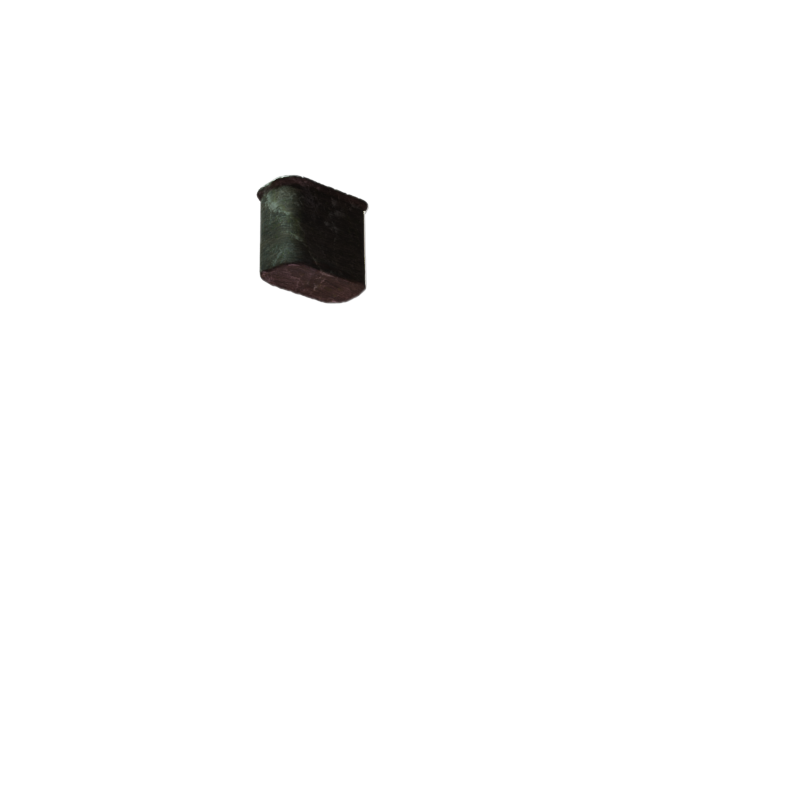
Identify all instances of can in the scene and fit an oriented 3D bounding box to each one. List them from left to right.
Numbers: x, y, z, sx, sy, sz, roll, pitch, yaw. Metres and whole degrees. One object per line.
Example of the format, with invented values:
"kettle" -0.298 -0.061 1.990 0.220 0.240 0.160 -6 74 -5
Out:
"can" -0.076 -0.138 0.970 0.096 0.088 0.058 17 -28 -38
